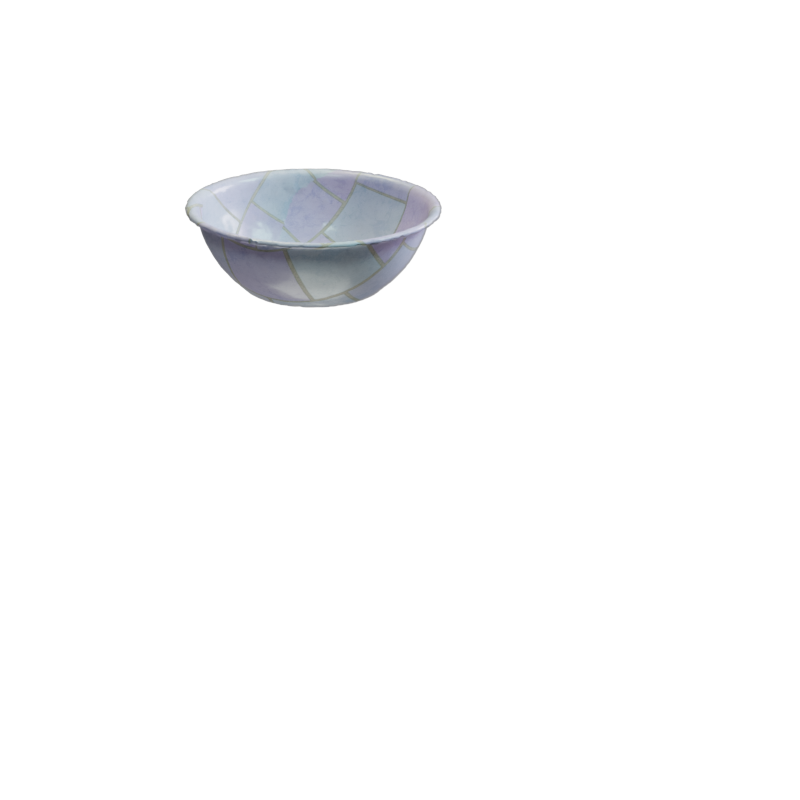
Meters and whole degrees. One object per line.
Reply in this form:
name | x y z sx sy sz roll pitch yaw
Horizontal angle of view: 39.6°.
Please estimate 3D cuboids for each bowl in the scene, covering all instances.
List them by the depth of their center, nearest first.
bowl | -0.055 -0.101 0.708 0.162 0.052 0.171 -1 25 -2
